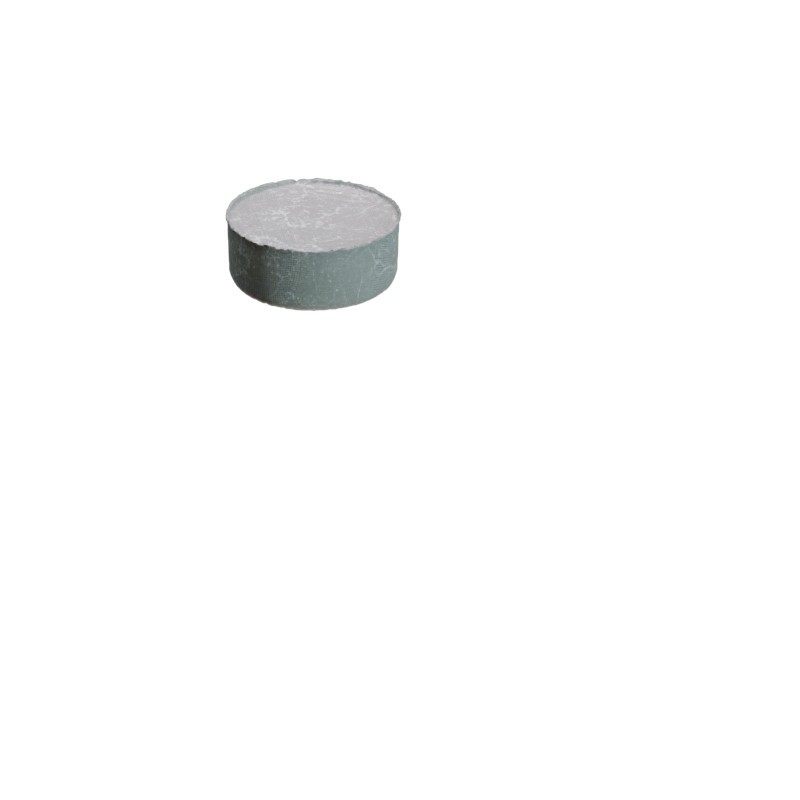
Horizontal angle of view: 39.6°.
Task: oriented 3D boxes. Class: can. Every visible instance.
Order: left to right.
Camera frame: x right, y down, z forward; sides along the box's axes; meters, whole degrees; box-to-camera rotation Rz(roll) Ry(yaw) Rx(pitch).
[{"bbox_3d":[-0.043,-0.078,0.549,0.086,0.032,0.091,-1,32,-2],"label":"can"}]
